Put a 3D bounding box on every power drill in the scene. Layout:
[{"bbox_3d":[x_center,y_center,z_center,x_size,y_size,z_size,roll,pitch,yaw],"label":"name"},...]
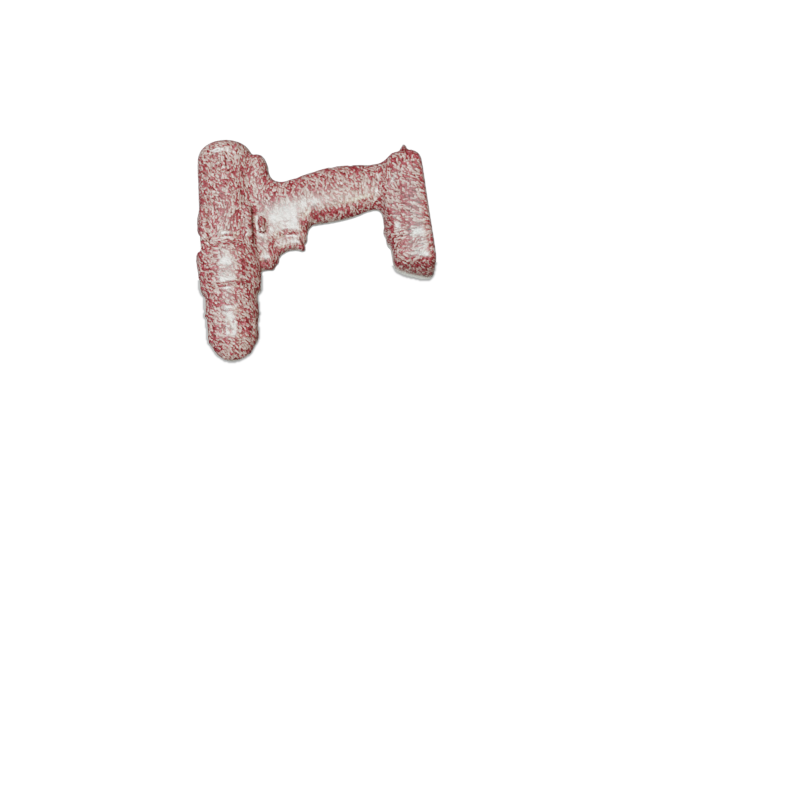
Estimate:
[{"bbox_3d":[-0.069,-0.126,0.882,0.187,0.193,0.055,-5,-19,-2],"label":"power drill"}]
